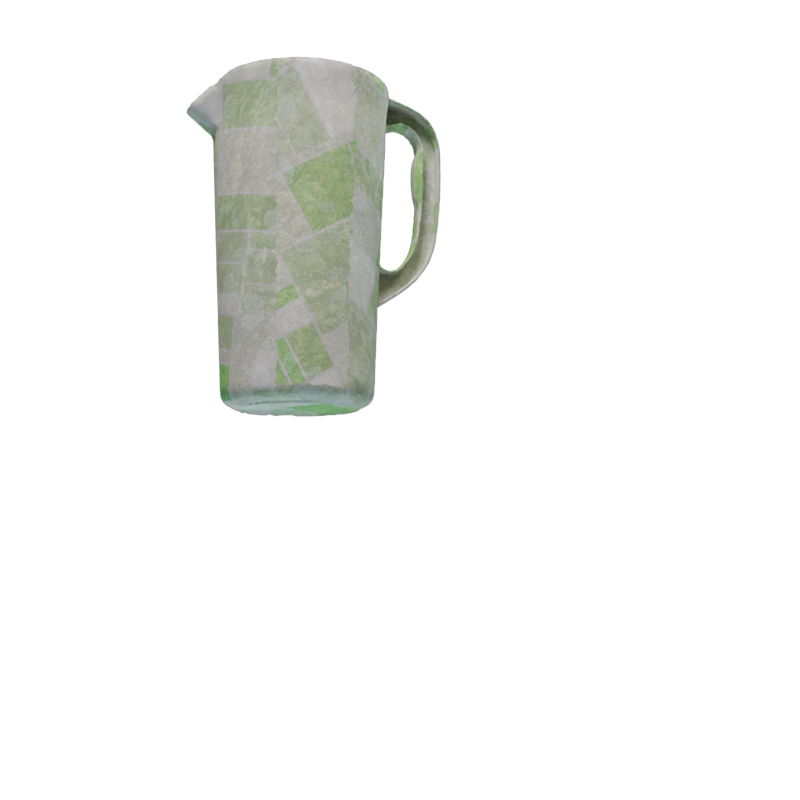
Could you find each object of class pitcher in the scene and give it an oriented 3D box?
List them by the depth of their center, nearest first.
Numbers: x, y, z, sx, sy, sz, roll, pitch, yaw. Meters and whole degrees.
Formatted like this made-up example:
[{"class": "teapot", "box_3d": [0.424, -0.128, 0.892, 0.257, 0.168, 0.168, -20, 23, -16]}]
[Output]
[{"class": "pitcher", "box_3d": [-0.063, -0.114, 0.802, 0.153, 0.251, 0.137, -8, -15, 30]}]
